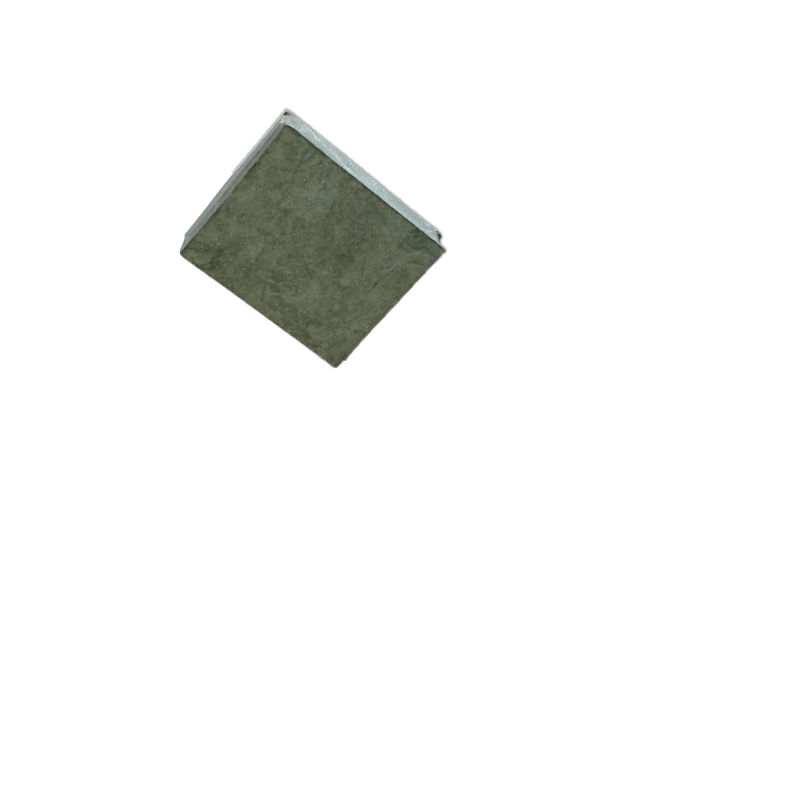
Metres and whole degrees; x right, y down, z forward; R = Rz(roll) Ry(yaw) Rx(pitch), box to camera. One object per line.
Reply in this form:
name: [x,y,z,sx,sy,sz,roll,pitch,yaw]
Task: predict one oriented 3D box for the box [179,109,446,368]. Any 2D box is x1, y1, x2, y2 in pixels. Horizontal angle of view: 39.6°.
box: [-0.037,-0.068,0.475,0.086,0.072,0.032,37,17,-14]
